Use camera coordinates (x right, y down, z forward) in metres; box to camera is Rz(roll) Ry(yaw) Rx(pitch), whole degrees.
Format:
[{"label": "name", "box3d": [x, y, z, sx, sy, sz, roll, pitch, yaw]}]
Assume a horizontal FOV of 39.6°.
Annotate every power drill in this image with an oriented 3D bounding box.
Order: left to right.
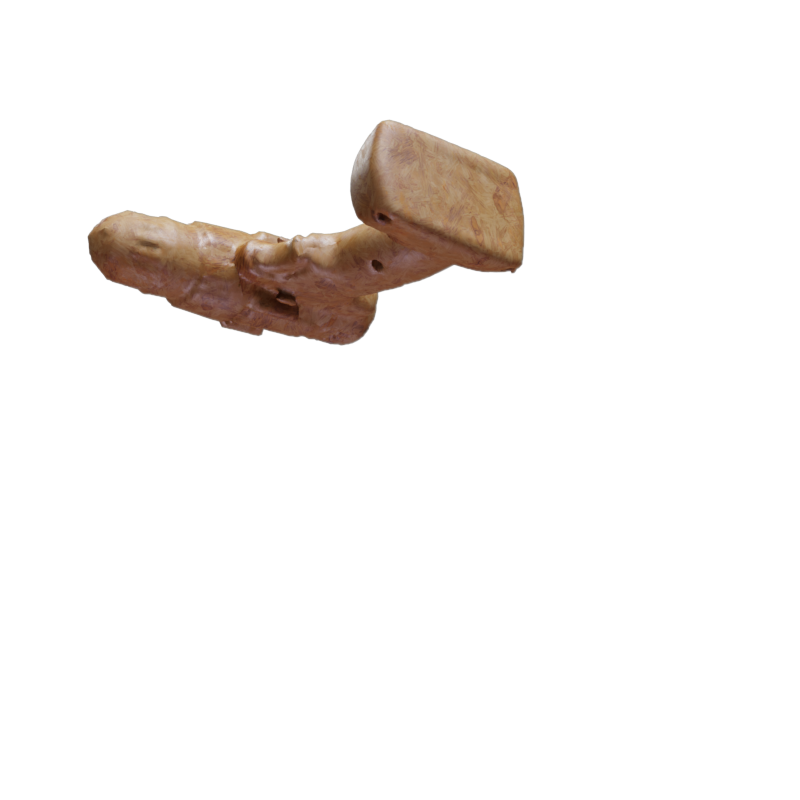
[{"label": "power drill", "box3d": [-0.045, -0.083, 0.581, 0.175, 0.060, 0.190, 12, -18, -40]}]
